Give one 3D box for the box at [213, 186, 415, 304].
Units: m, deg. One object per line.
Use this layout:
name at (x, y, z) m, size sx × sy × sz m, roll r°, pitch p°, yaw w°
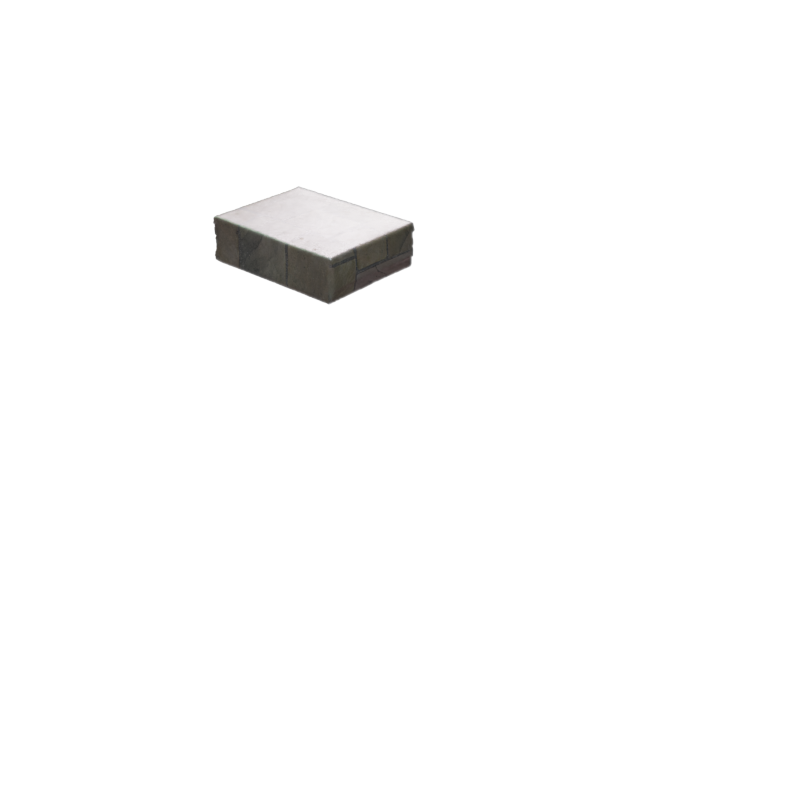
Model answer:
box at (-0.061, -0.111, 0.777) m, size 0.120 × 0.037 × 0.089 m, roll 21°, pitch 33°, yaw 35°
